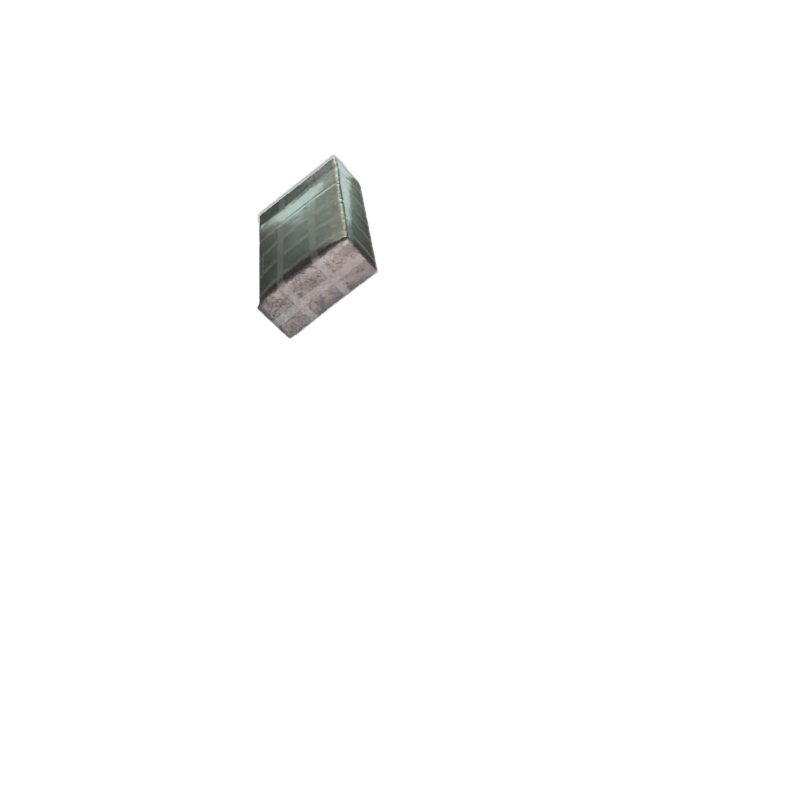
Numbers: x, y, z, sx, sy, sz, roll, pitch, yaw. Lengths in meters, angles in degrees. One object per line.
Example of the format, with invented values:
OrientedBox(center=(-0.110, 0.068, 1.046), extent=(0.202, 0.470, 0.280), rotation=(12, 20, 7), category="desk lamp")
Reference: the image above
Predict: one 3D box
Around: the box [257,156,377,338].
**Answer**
OrientedBox(center=(-0.072, -0.132, 0.923), extent=(0.093, 0.045, 0.187), rotation=(-35, 26, 15), category="box")
